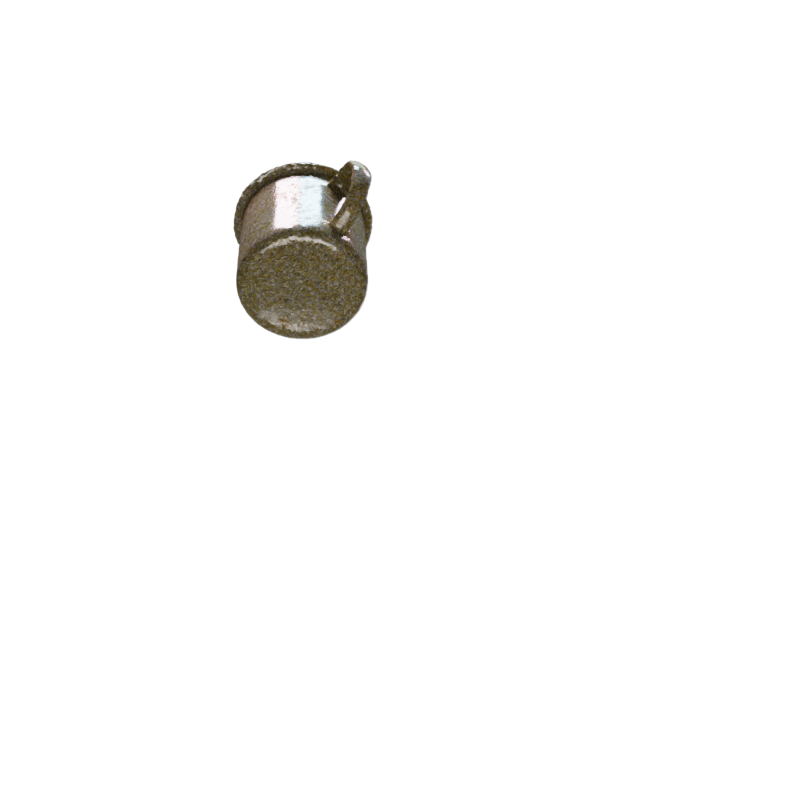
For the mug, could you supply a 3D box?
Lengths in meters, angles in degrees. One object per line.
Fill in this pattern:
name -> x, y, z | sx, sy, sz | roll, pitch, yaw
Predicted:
mug -> -0.055, -0.101, 0.704 | 0.089, 0.115, 0.087 | 32, 28, -22
